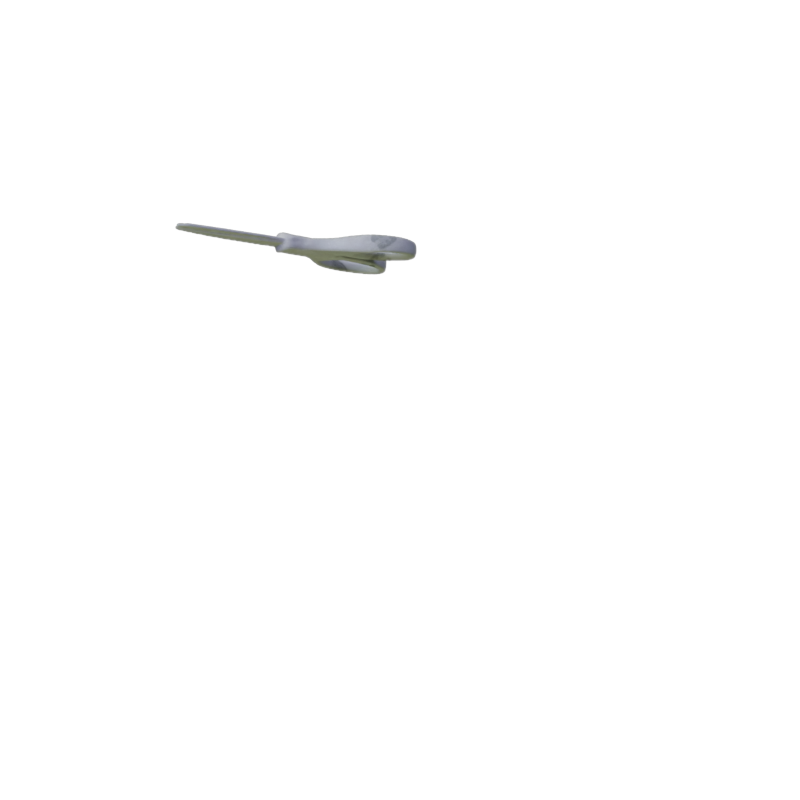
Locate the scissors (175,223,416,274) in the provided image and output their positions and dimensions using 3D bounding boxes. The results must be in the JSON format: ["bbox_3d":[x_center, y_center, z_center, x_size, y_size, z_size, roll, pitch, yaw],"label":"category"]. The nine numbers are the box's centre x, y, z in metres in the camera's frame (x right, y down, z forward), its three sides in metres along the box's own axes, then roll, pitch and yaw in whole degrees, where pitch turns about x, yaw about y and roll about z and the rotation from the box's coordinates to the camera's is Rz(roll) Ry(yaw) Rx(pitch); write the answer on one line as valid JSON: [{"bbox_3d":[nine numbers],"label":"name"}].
[{"bbox_3d":[-0.067,-0.122,0.857,0.099,0.016,0.191,-5,-8,39],"label":"scissors"}]
